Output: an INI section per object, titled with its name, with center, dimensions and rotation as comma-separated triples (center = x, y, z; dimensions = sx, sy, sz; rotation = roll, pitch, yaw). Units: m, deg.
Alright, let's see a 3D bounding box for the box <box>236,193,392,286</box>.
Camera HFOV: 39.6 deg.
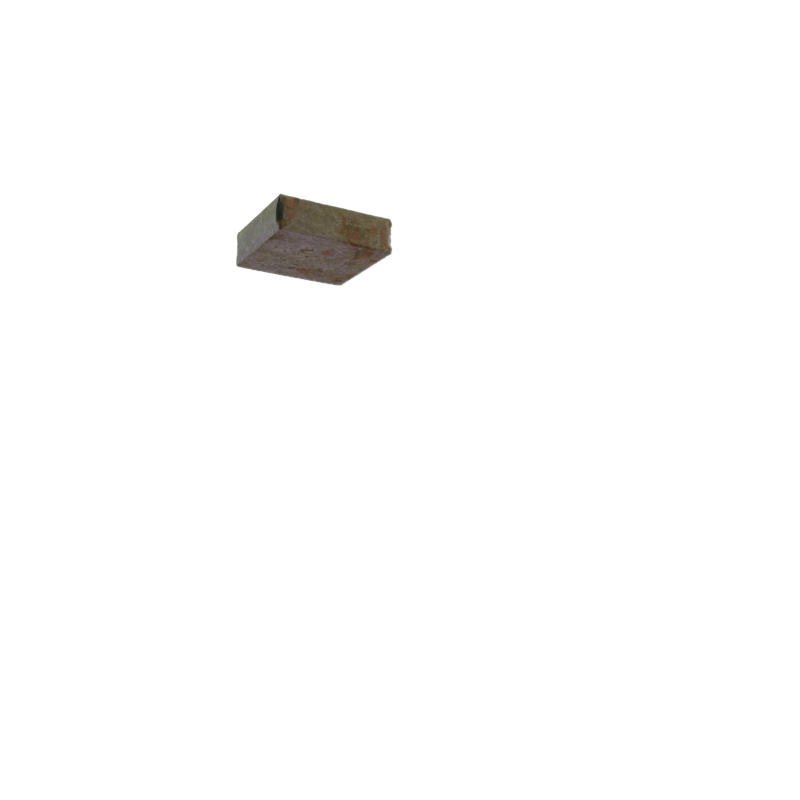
[box]
center = -0.061, -0.111, 0.781
dimensions = 0.086, 0.032, 0.073
rotation = 9, -19, -27
